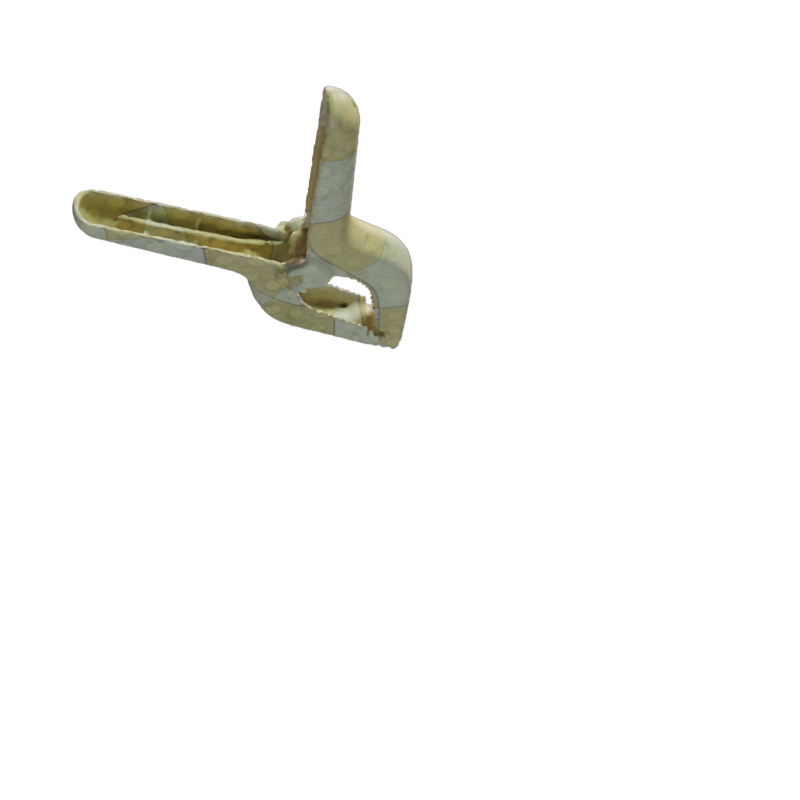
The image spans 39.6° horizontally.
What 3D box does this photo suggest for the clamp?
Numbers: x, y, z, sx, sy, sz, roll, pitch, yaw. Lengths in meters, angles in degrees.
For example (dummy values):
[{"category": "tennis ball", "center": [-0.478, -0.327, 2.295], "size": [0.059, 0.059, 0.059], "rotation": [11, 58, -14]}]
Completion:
[{"category": "clamp", "center": [-0.047, -0.086, 0.600], "size": [0.166, 0.039, 0.195], "rotation": [-20, -34, 32]}]
